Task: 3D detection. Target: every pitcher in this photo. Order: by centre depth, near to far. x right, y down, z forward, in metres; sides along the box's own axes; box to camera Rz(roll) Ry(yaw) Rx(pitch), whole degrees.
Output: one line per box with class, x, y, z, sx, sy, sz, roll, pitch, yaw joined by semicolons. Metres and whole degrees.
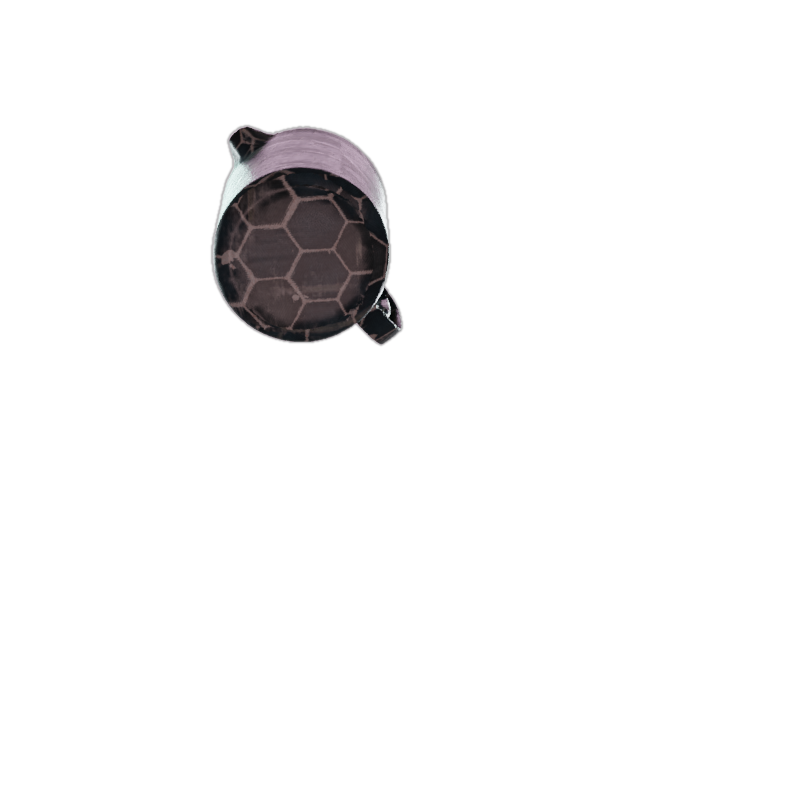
pitcher;-0.061;-0.111;0.779;0.148;0.141;0.251;6;14;-5
